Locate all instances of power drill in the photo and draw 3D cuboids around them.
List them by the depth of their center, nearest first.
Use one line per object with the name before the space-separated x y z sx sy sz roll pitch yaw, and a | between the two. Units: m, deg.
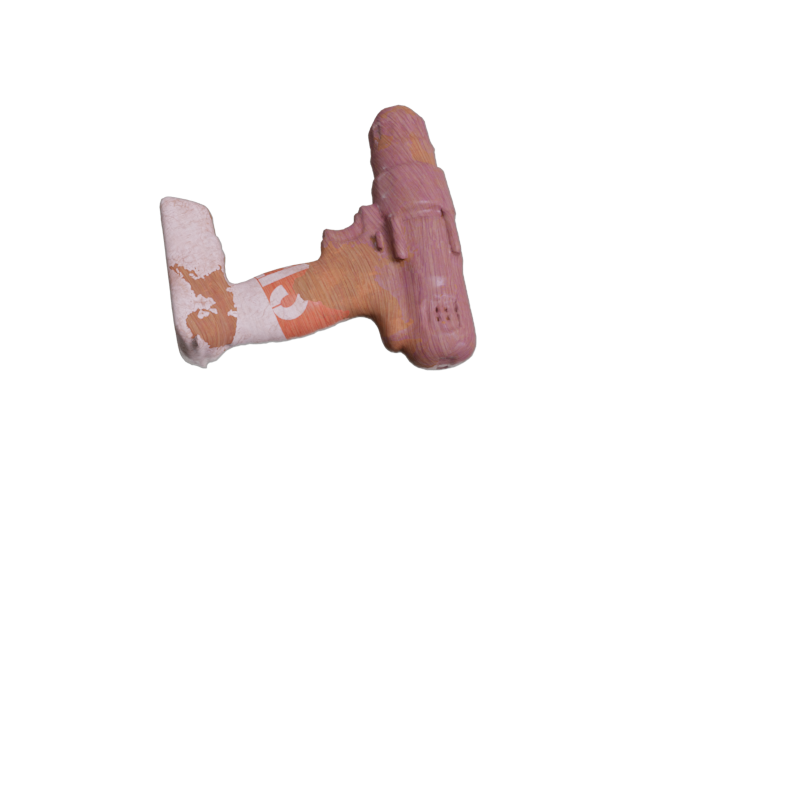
power drill | -0.055 -0.100 0.703 0.187 0.196 0.054 -8 -26 -4
